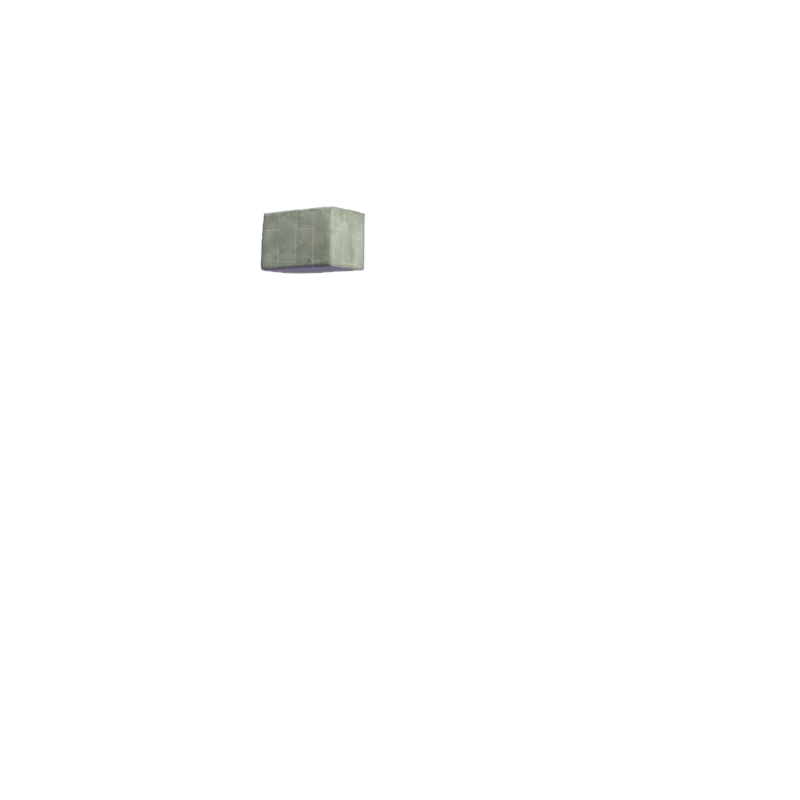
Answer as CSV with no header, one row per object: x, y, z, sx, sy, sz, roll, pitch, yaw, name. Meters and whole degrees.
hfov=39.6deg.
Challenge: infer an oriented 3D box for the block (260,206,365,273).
-0.076,-0.139,0.973,0.081,0.052,0.050,-1,-2,34,block
